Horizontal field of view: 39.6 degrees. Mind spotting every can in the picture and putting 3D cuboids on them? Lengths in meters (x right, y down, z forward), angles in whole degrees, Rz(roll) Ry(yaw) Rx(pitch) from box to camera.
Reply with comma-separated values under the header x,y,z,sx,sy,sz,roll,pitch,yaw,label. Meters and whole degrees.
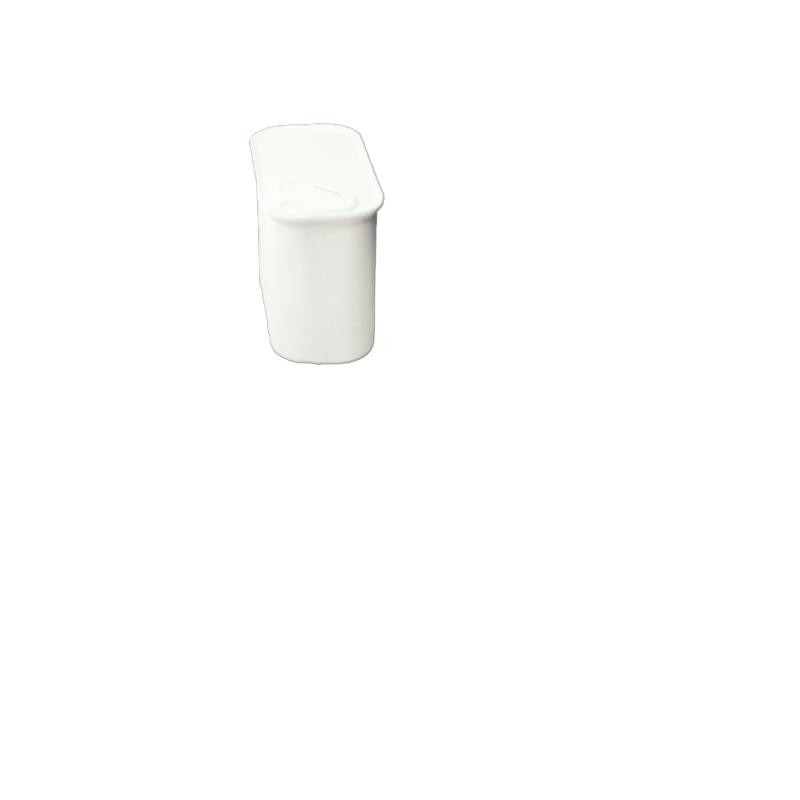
x,y,z,sx,sy,sz,roll,pitch,yaw,label
-0.043,-0.078,0.549,0.057,0.079,0.109,-4,34,-9,can
